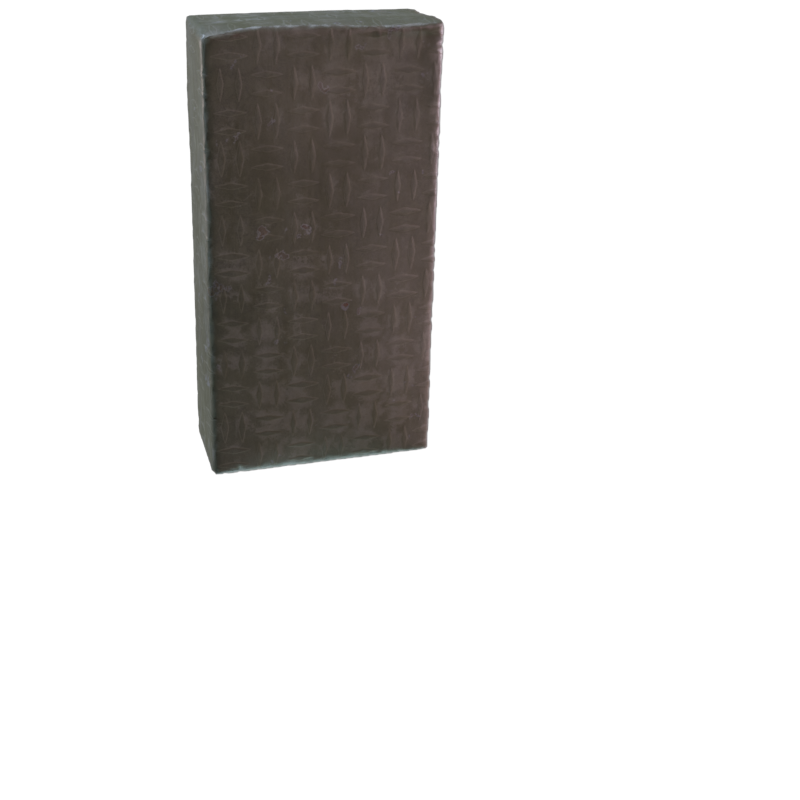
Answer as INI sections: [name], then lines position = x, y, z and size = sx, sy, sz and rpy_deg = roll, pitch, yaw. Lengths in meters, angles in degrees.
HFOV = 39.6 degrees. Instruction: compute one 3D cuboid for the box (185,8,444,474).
[box]
position = -0.034, -0.062, 0.436
size = 0.092, 0.168, 0.051
rpy_deg = -5, 23, -15
